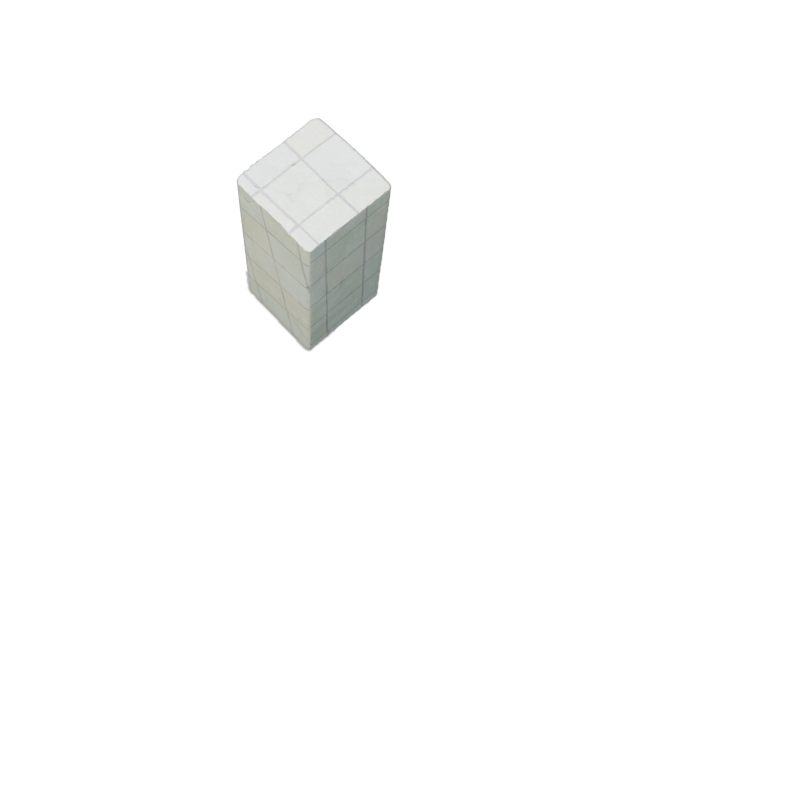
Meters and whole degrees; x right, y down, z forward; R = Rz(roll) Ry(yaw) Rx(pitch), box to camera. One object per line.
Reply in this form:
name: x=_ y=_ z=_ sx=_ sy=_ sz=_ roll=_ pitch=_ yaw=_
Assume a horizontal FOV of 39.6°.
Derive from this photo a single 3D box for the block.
block: x=-0.075 y=-0.137 z=0.955 sx=0.091 sy=0.094 sz=0.196 roll=-41 pitch=-13 yaw=-16
